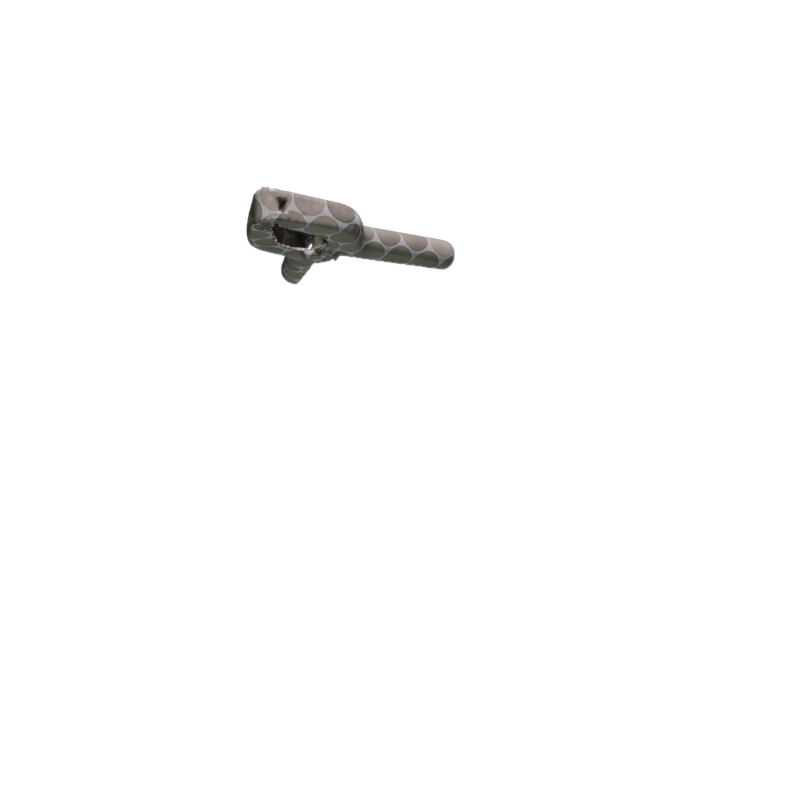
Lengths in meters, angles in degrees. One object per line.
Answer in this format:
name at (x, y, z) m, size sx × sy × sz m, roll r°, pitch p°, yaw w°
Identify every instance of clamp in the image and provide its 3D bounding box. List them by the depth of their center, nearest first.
clamp at (-0.072, -0.131, 0.918) m, size 0.169 × 0.037 × 0.199 m, roll -5°, pitch -10°, yaw 31°
